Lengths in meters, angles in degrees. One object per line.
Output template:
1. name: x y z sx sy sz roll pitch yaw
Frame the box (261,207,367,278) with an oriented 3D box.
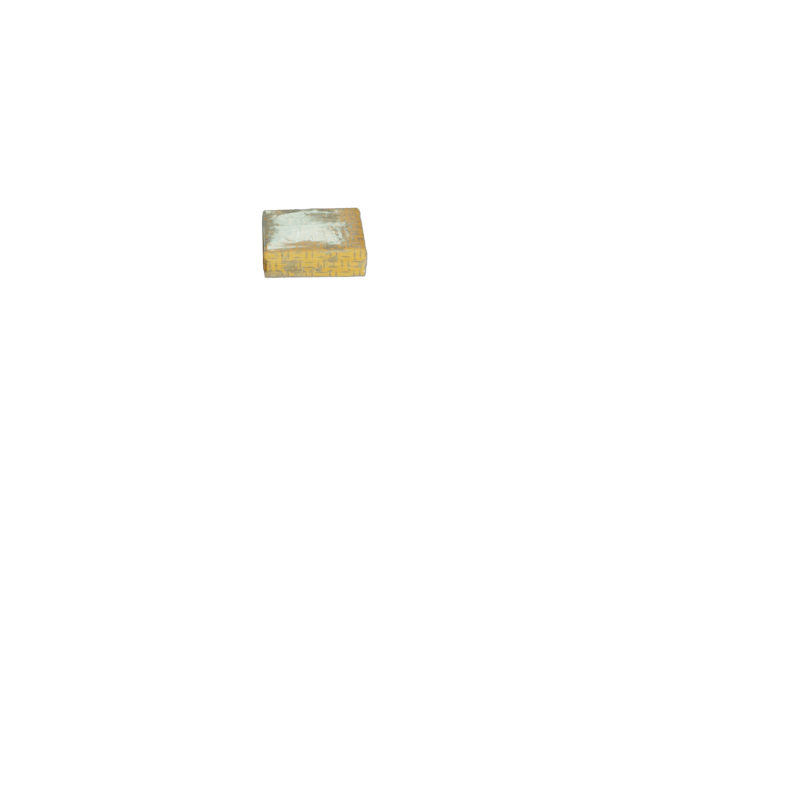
1. box: -0.076 -0.138 0.966 0.089 0.028 0.078 -2 37 -4
